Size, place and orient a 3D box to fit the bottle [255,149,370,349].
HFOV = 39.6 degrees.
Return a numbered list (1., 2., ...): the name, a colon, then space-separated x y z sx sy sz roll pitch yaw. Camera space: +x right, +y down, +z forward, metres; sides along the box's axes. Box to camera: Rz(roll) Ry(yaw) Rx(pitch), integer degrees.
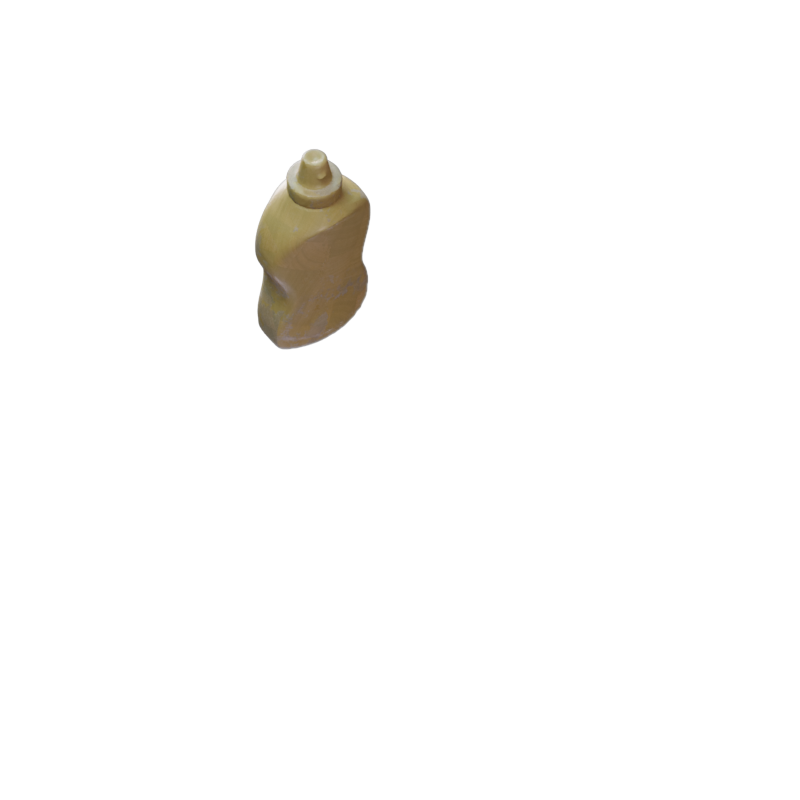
1. bottle: -0.067 -0.122 0.859 0.096 0.062 0.179 -31 -27 -22
